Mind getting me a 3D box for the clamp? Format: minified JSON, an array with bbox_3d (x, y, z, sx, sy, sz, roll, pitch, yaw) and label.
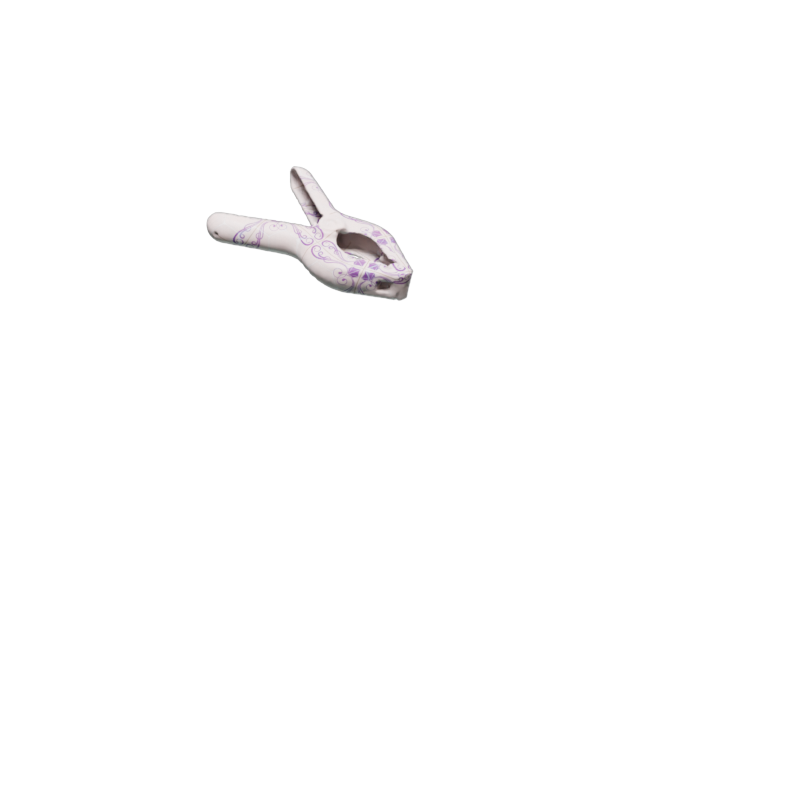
[{"bbox_3d":[-0.071,-0.129,0.902,0.120,0.036,0.183,-33,53,-30],"label":"clamp"}]
